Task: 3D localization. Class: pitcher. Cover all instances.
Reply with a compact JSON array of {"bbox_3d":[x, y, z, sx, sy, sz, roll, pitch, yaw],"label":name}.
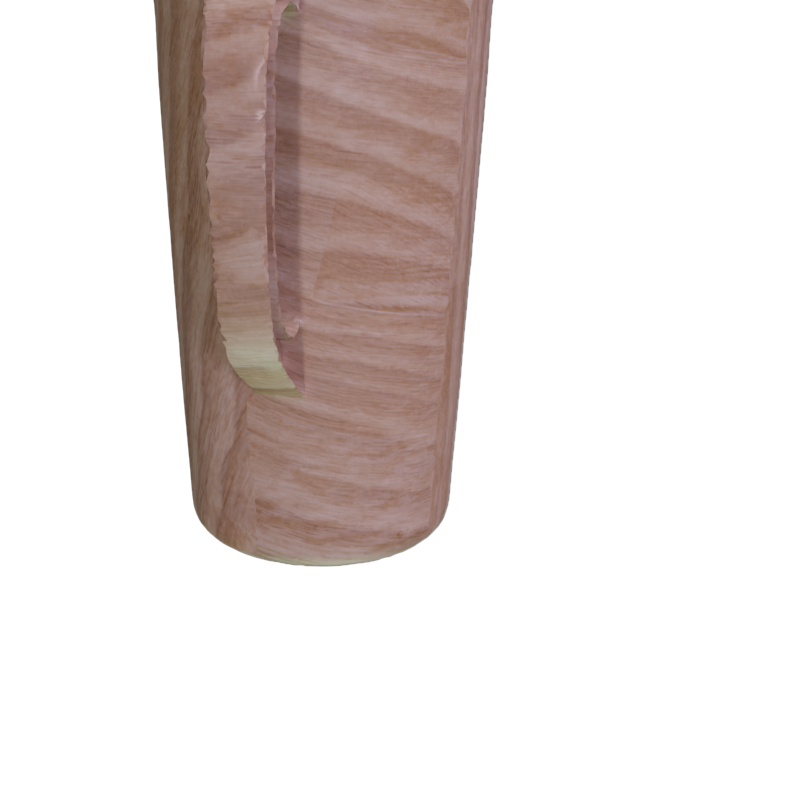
[{"bbox_3d":[-0.034,-0.062,0.433,0.145,0.235,0.153,-9,17,-32],"label":"pitcher"}]
